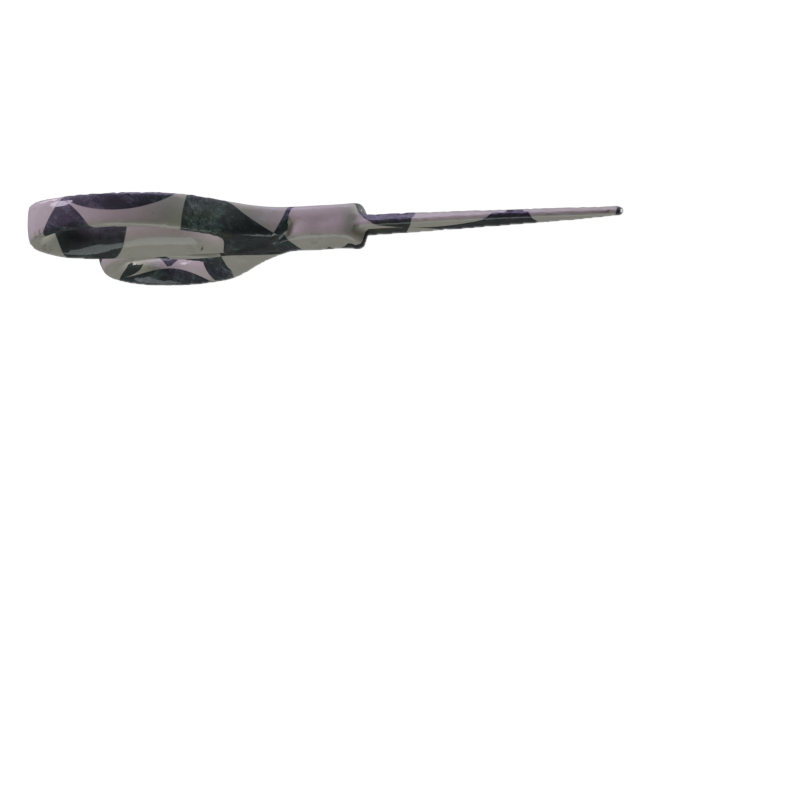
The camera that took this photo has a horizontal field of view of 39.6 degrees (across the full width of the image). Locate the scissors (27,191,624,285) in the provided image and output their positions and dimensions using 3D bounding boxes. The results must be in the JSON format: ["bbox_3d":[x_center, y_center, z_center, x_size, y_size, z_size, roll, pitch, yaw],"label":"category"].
[{"bbox_3d":[-0.032,-0.058,0.408,0.200,0.016,0.094,1,-8,-5],"label":"scissors"}]
